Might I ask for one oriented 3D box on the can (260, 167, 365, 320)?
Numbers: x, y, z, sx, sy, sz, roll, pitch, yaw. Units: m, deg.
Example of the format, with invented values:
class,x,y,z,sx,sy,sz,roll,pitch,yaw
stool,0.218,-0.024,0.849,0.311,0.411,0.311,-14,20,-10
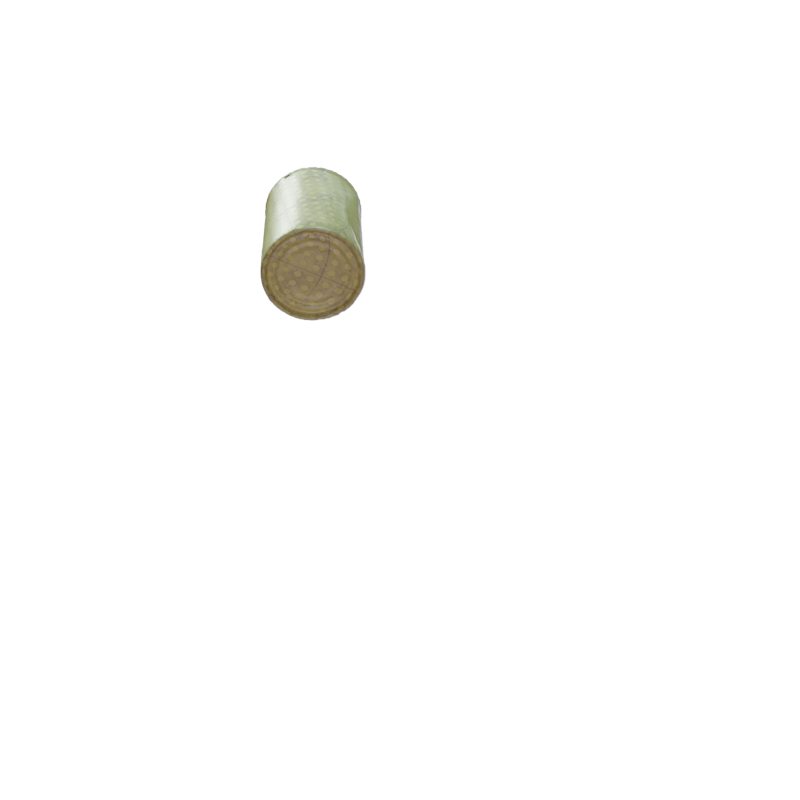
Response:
class,x,y,z,sx,sy,sz,roll,pitch,yaw
can,-0.058,-0.105,0.735,0.068,0.065,0.108,0,30,-3
